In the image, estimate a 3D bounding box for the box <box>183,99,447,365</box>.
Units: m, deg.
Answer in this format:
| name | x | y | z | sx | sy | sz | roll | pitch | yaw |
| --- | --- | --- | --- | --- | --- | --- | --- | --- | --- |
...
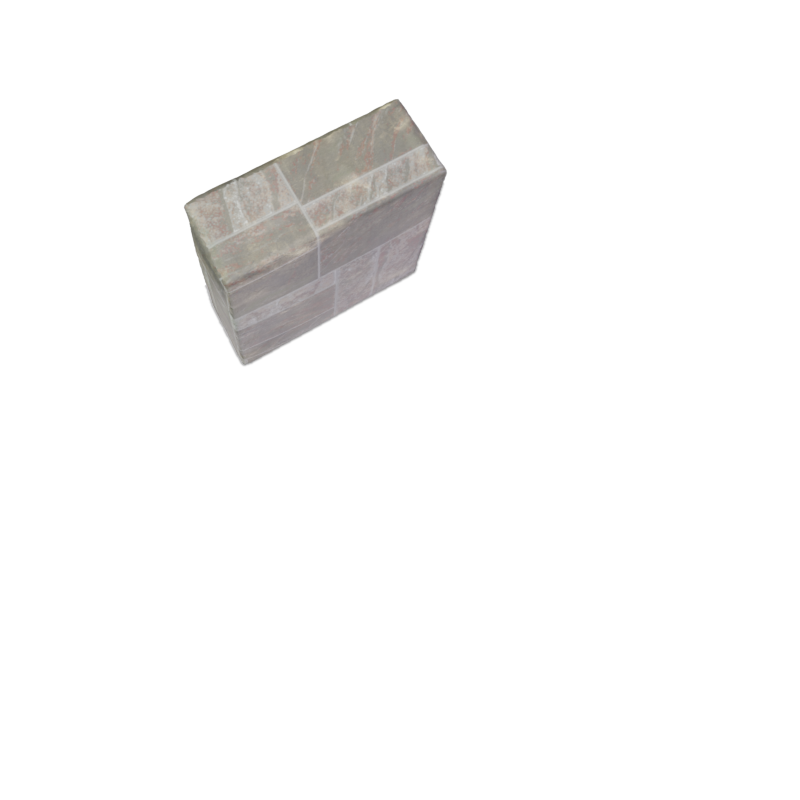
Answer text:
| name | x | y | z | sx | sy | sz | roll | pitch | yaw |
| --- | --- | --- | --- | --- | --- | --- | --- | --- | --- |
| box | -0.063 | -0.115 | 0.807 | 0.164 | 0.075 | 0.206 | -29 | -10 | -10 |
